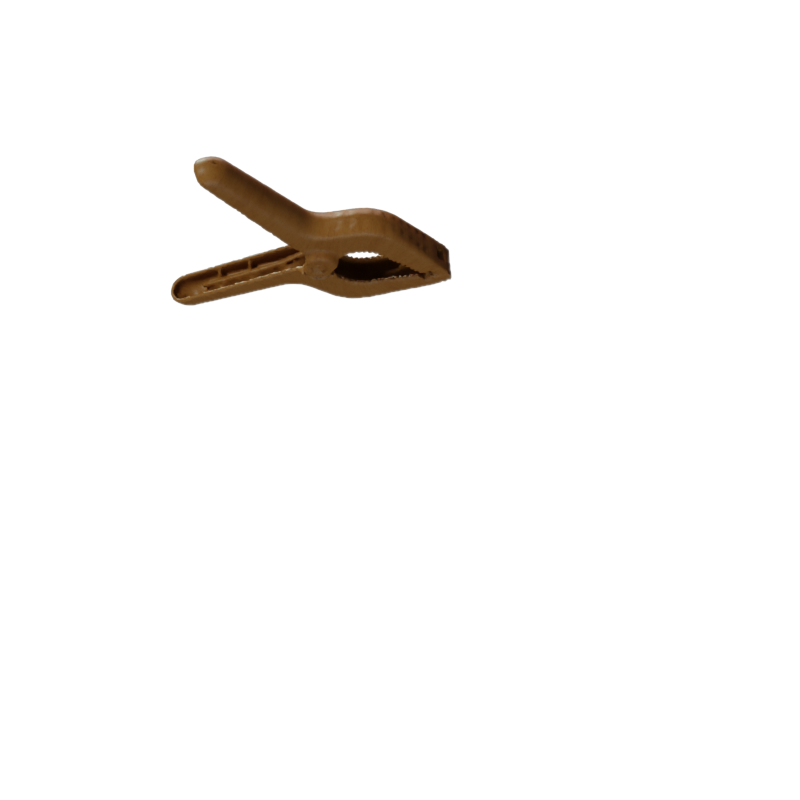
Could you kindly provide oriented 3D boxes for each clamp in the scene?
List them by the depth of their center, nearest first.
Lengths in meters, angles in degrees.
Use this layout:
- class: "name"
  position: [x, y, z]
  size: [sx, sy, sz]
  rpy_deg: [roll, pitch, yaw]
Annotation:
- class: "clamp"
  position: [-0.063, -0.116, 0.810]
  size: [0.208, 0.039, 0.155]
  rpy_deg: [3, -30, -5]
